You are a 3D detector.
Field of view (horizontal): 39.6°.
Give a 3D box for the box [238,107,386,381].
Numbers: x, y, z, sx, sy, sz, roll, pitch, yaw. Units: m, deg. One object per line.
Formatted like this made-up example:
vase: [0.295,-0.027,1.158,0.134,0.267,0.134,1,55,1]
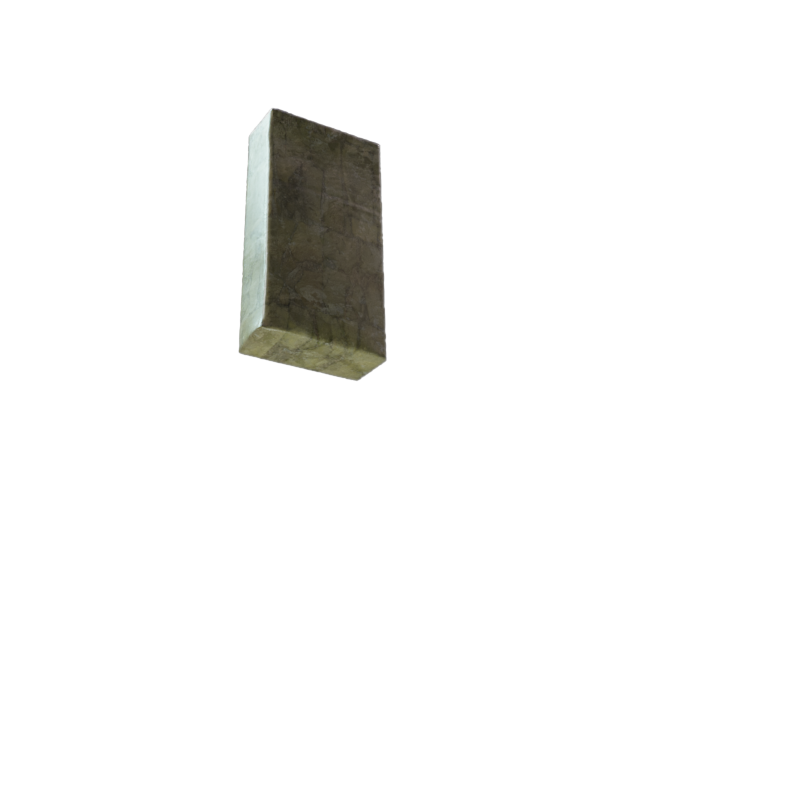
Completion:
box: [-0.060,-0.109,0.763,0.089,0.188,0.047,14,-35,-26]
